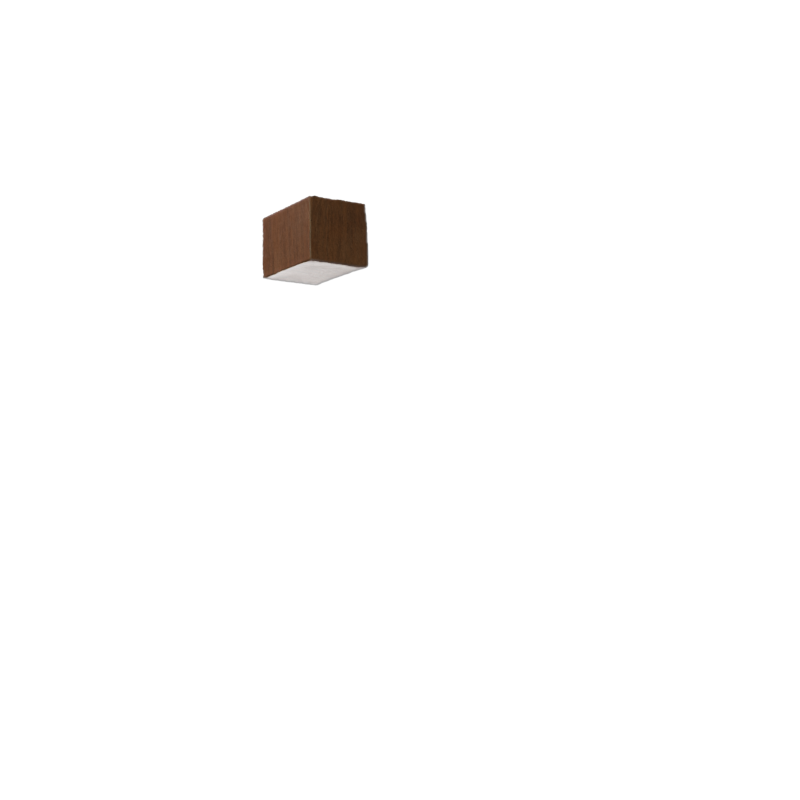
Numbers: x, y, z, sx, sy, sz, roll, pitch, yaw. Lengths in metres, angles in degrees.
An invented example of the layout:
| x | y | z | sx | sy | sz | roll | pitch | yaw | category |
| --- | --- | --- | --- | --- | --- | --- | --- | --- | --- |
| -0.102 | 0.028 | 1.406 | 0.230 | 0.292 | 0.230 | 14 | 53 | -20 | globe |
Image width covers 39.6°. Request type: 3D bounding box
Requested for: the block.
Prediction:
| x | y | z | sx | sy | sz | roll | pitch | yaw | category |
| --- | --- | --- | --- | --- | --- | --- | --- | --- | --- |
| -0.068 | -0.123 | 0.864 | 0.050 | 0.053 | 0.079 | 6 | -11 | -34 | block |
